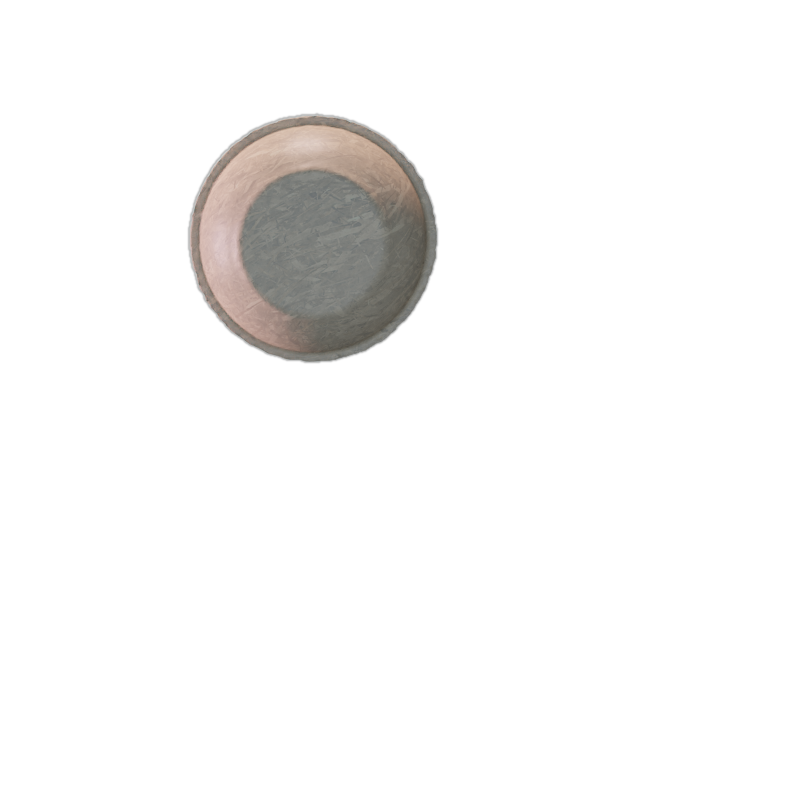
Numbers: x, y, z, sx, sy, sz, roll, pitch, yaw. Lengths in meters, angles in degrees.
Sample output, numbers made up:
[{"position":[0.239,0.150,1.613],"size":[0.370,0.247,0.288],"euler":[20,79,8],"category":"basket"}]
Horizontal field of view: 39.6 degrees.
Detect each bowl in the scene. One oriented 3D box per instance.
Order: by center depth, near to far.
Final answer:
[{"position":[-0.055,-0.100,0.698],"size":[0.162,0.161,0.056],"euler":[0,4,0],"category":"bowl"}]
